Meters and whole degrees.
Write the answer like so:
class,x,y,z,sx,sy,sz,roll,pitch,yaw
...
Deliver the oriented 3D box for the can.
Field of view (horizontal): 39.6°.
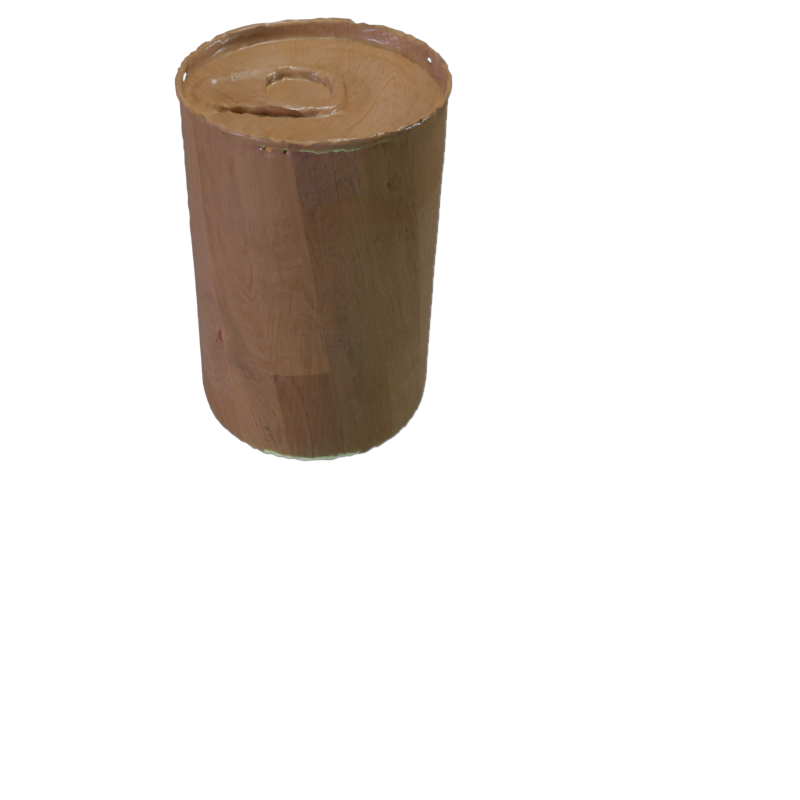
class,x,y,z,sx,sy,sz,roll,pitch,yaw
can,-0.024,-0.043,0.301,0.068,0.095,0.073,0,39,-3
